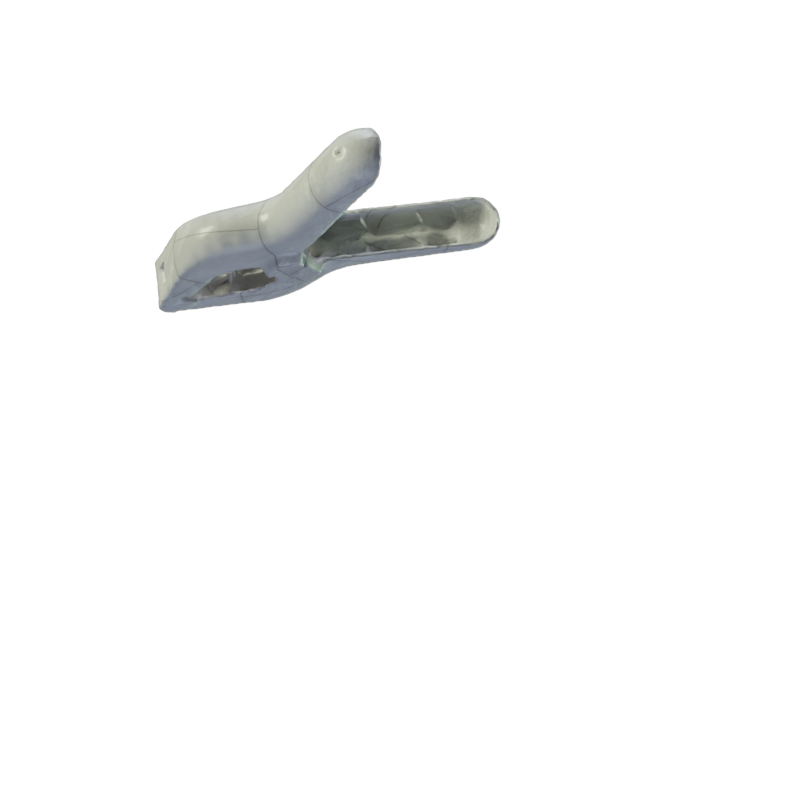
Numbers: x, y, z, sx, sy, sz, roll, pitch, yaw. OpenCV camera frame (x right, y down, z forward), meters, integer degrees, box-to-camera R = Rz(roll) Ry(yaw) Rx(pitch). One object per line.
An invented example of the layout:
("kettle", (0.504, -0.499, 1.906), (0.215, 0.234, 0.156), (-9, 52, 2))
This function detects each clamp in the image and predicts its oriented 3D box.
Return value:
("clamp", (-0.041, -0.075, 0.528), (0.174, 0.041, 0.113), (-15, -23, 39))
